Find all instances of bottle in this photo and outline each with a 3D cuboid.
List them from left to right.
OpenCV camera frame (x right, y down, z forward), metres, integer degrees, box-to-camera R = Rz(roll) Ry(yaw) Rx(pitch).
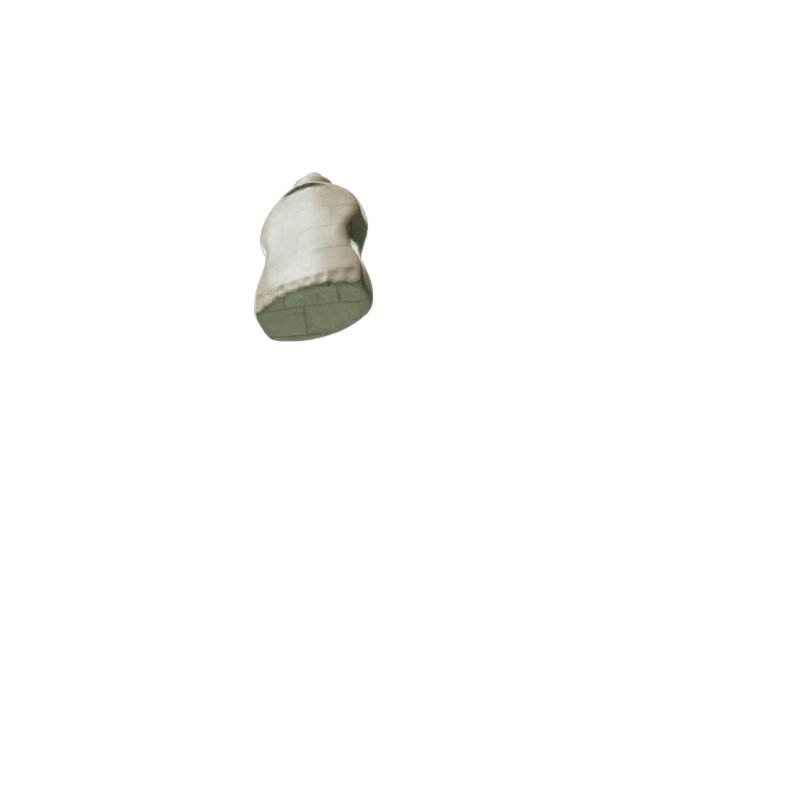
[{"bbox_3d":[-0.076,-0.138,0.968,0.097,0.206,0.054,-19,-48,13],"label":"bottle"}]
